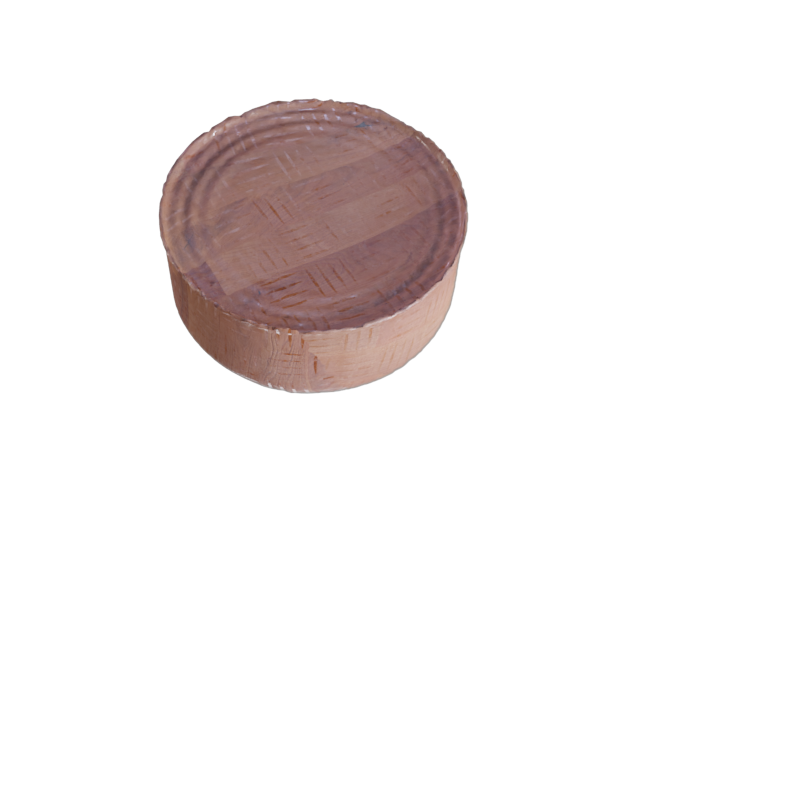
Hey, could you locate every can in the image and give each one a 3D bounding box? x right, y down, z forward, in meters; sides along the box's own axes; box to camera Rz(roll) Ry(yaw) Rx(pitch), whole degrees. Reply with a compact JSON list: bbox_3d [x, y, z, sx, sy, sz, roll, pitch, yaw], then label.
[{"bbox_3d":[-0.025,-0.046,0.320,0.086,0.092,0.031,-1,-36,-1],"label":"can"}]
